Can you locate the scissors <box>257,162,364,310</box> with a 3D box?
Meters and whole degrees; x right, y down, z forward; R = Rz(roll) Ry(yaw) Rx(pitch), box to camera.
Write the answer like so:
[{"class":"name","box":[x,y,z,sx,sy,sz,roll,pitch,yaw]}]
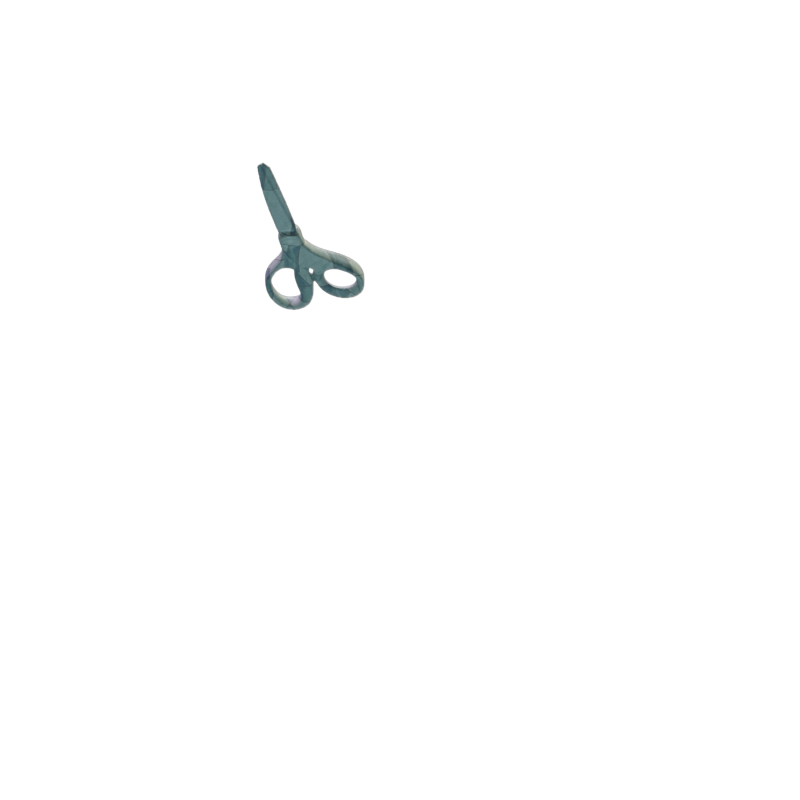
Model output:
[{"class":"scissors","box":[-0.072,-0.131,0.919,0.095,0.017,0.190,3,-28,-6]}]
